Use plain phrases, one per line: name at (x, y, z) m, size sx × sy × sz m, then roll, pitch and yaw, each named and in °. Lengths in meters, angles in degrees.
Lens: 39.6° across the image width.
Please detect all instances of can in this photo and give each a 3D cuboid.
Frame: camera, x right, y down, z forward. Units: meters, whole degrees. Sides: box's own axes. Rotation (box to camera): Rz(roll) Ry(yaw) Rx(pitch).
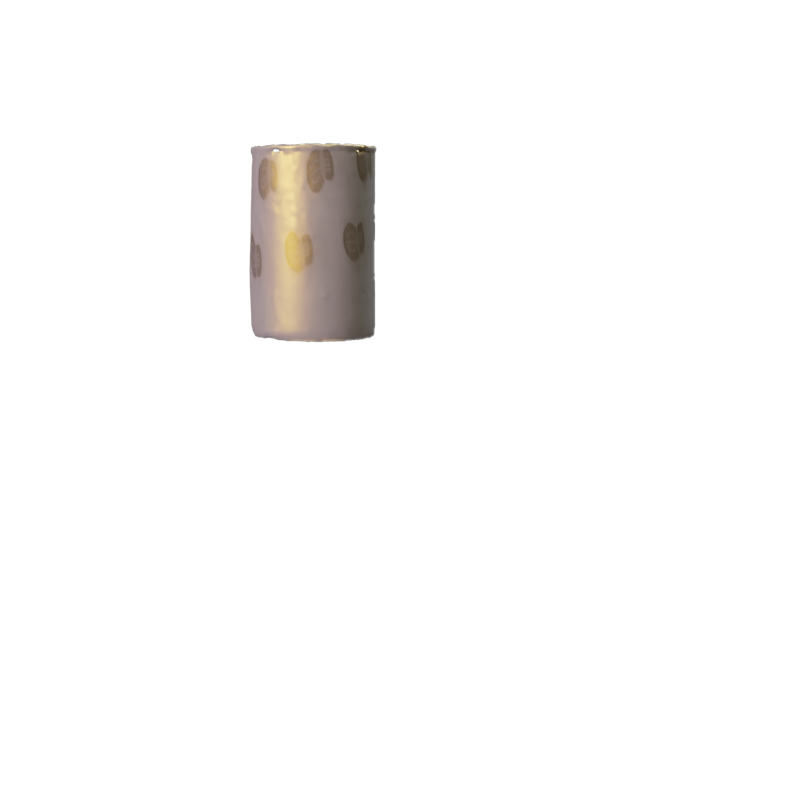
can at (-0.047, -0.085, 0.598) m, size 0.068 × 0.102 × 0.069 m, roll 0°, pitch 3°, yaw -2°
